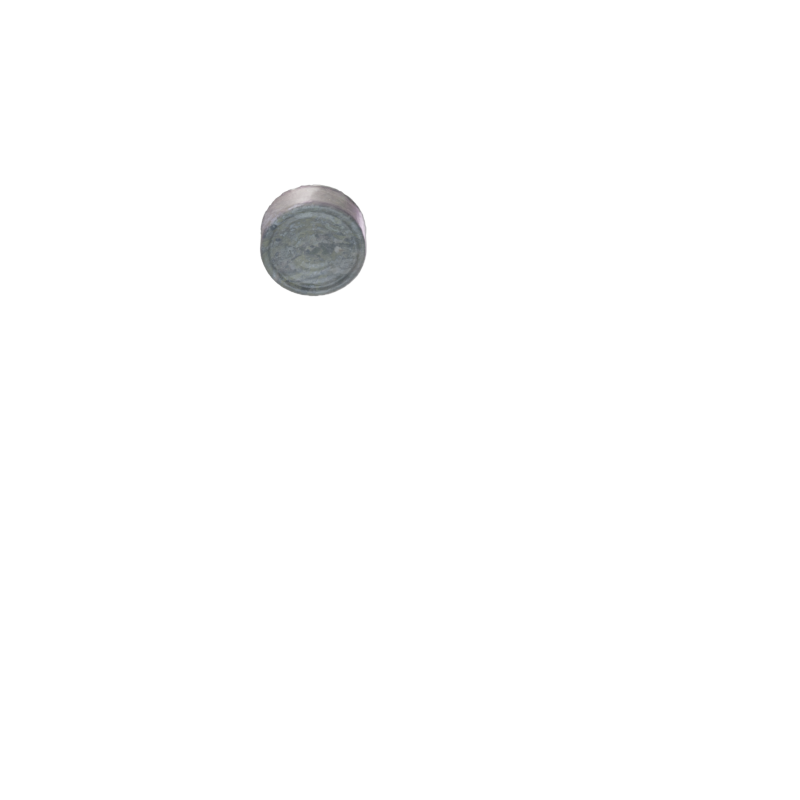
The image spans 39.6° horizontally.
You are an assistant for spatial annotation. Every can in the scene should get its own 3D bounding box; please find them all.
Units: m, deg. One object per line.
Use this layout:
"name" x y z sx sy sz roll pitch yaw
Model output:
"can" -0.069 -0.126 0.884 0.086 0.081 0.036 1 31 -1
